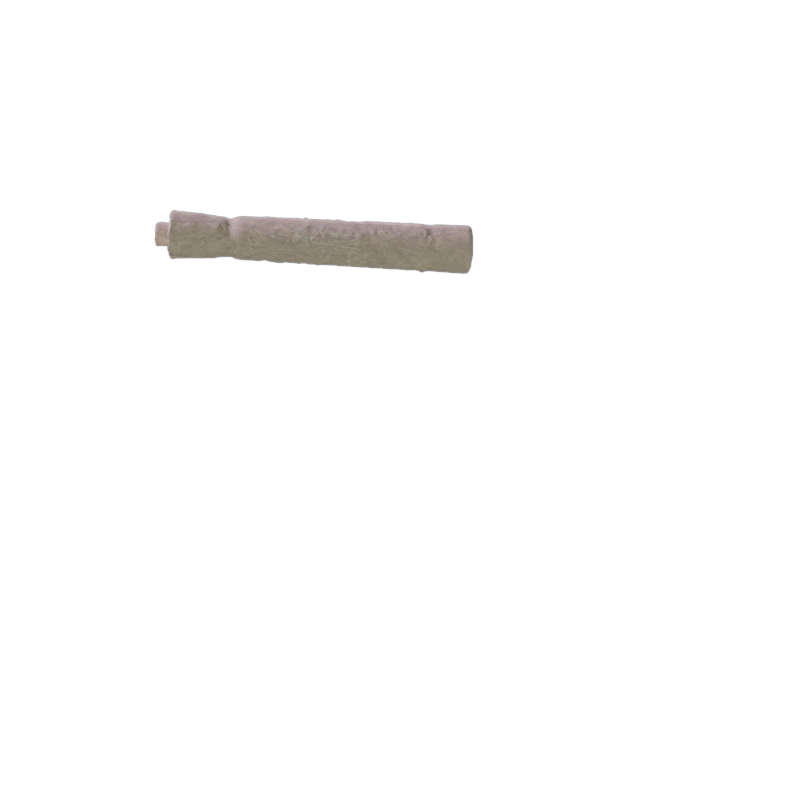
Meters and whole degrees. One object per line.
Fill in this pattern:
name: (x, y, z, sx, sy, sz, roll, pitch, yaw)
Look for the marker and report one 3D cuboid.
marker: (-0.033, -0.061, 0.427, 0.121, 0.020, 0.020, 3, 4, -2)
